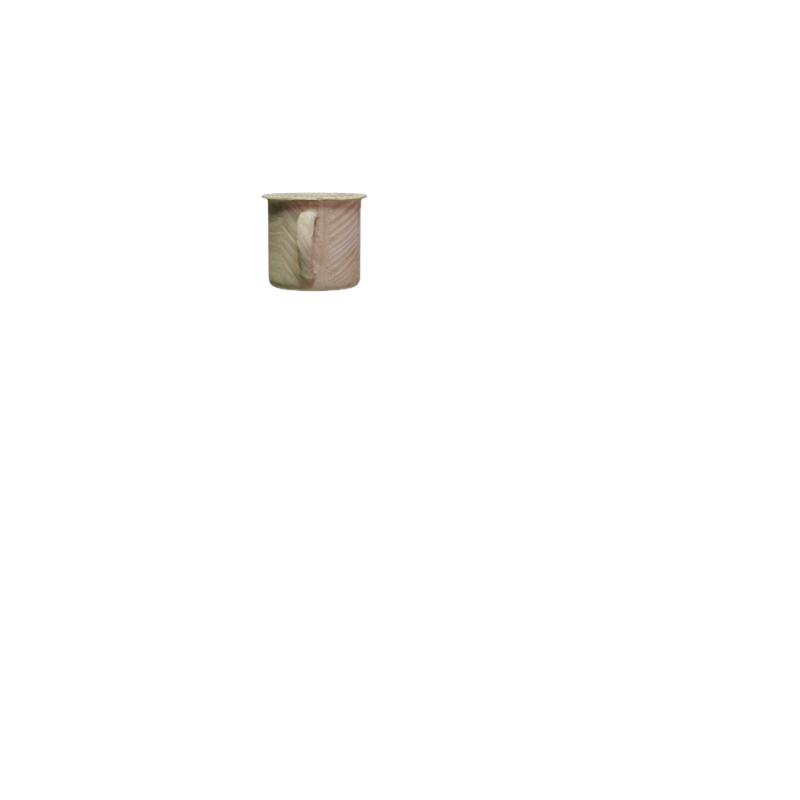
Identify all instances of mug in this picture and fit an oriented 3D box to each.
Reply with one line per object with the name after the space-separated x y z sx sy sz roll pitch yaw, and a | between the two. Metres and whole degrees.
-0.076 -0.138 0.969 0.093 0.080 0.119 0 10 1 | mug
